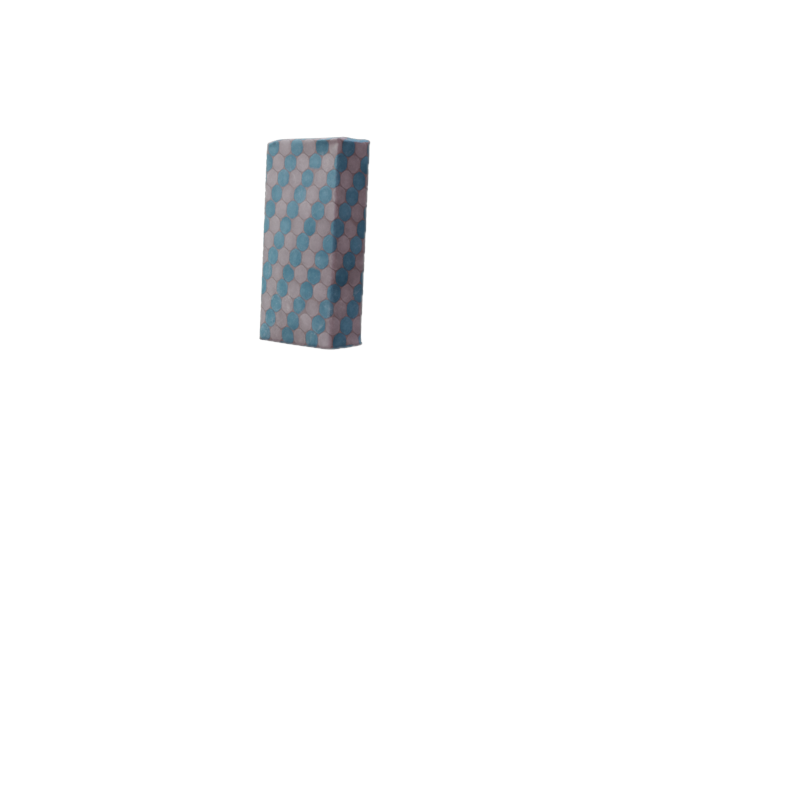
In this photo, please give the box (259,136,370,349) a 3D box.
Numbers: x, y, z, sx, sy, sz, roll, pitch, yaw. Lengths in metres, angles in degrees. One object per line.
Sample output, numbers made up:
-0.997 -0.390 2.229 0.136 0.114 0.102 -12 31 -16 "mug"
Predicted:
-0.075 -0.136 0.951 0.097 0.175 0.046 4 4 43 "box"
